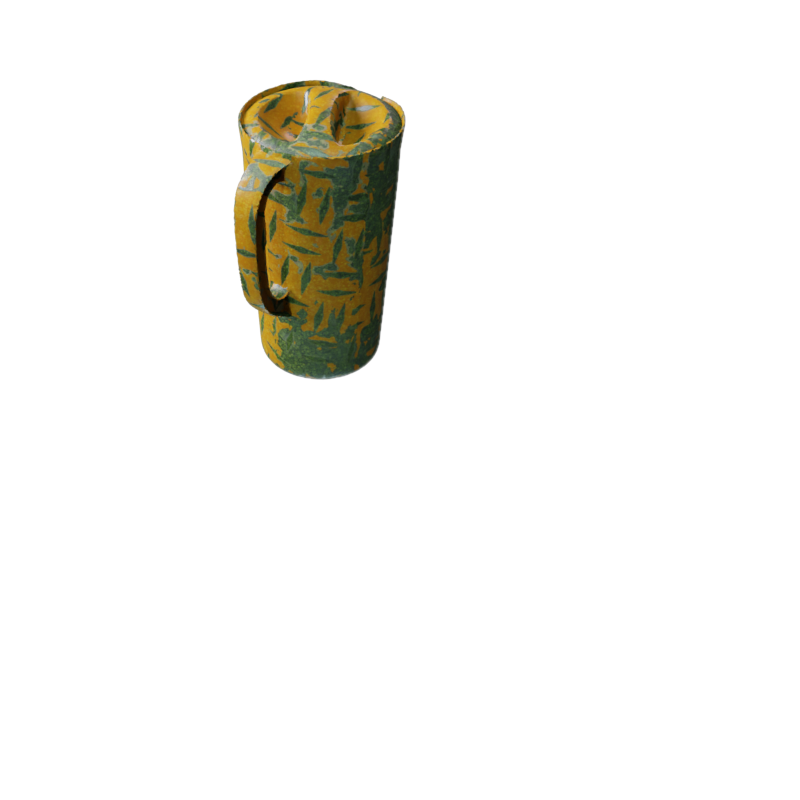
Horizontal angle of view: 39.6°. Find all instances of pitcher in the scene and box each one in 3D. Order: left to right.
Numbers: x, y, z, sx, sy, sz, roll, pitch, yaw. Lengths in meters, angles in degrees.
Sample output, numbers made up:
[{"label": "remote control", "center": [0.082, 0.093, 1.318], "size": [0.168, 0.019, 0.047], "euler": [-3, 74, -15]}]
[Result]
[{"label": "pitcher", "center": [-0.073, -0.134, 0.937], "size": [0.147, 0.227, 0.157], "euler": [-7, 38, -13]}]
